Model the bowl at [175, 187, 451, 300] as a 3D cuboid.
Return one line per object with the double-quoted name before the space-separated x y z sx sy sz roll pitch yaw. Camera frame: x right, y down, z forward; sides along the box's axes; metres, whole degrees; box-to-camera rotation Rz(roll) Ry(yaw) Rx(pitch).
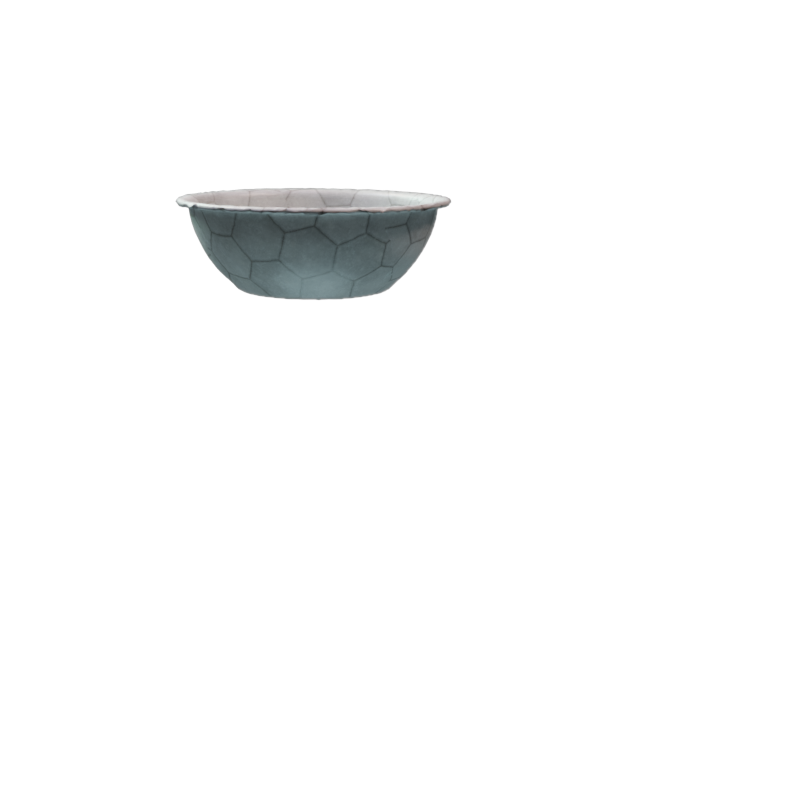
"bowl" -0.051 -0.094 0.658 0.162 0.054 0.167 0 14 -2
